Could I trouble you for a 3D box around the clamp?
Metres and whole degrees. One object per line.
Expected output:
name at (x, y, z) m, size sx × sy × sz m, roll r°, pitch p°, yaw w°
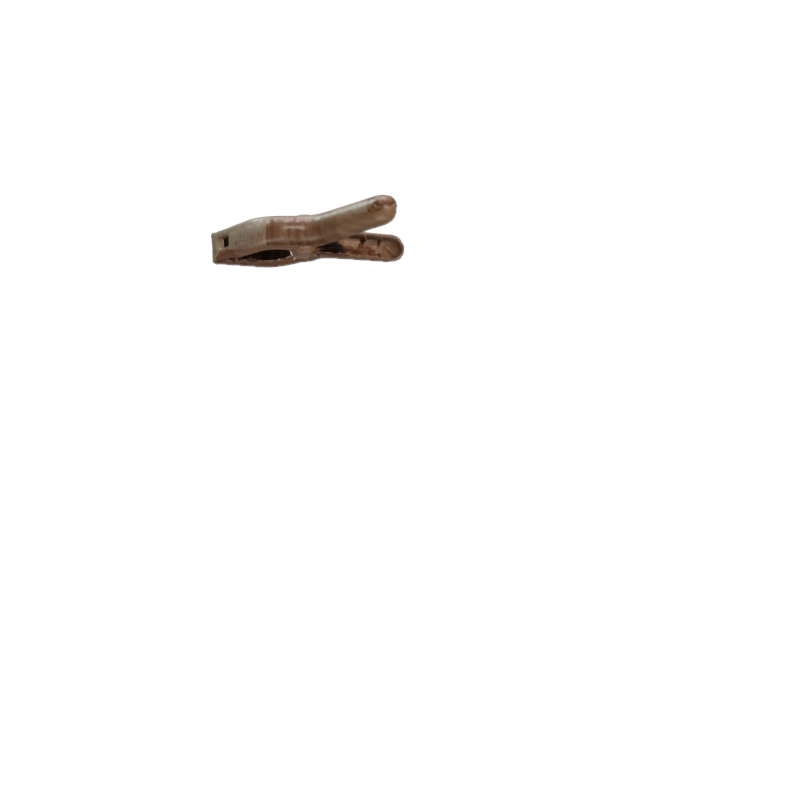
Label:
clamp at (-0.076, -0.138, 0.969) m, size 0.174 × 0.041 × 0.113 m, roll -5°, pitch -19°, yaw 14°
